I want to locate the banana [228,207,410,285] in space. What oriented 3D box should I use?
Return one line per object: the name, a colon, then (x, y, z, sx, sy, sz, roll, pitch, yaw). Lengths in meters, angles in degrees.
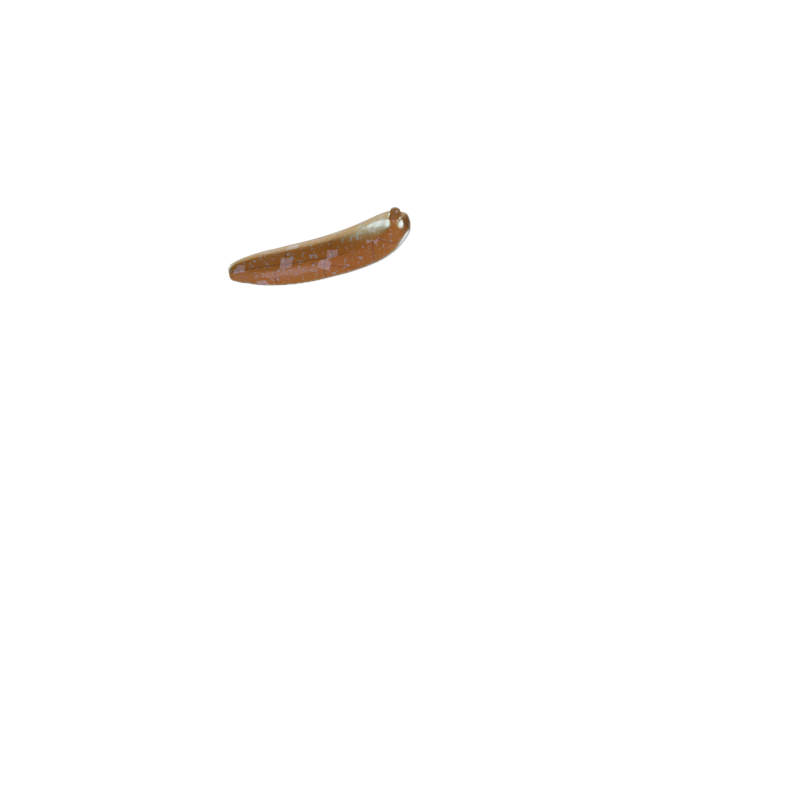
banana: (-0.062, -0.135, 0.981, 0.200, 0.039, 0.065, -15, -26, 35)
